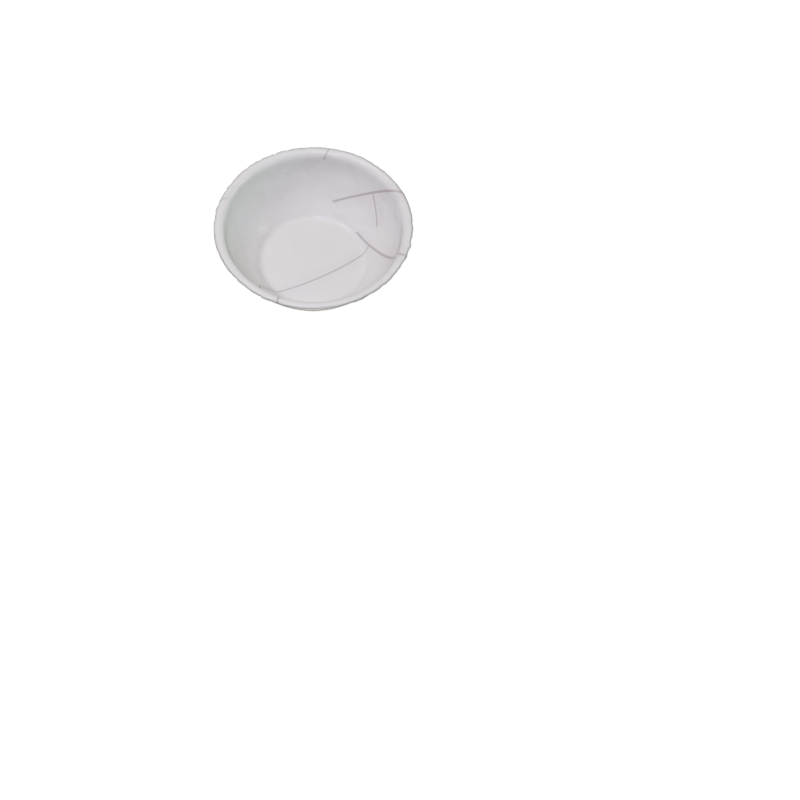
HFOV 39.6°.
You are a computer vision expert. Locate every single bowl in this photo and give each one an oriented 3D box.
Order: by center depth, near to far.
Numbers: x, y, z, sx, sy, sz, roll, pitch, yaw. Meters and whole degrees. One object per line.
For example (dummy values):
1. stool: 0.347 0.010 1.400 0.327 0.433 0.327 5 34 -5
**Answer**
1. bowl: -0.072 -0.131 0.919 0.162 0.173 0.051 -1 -32 -1
